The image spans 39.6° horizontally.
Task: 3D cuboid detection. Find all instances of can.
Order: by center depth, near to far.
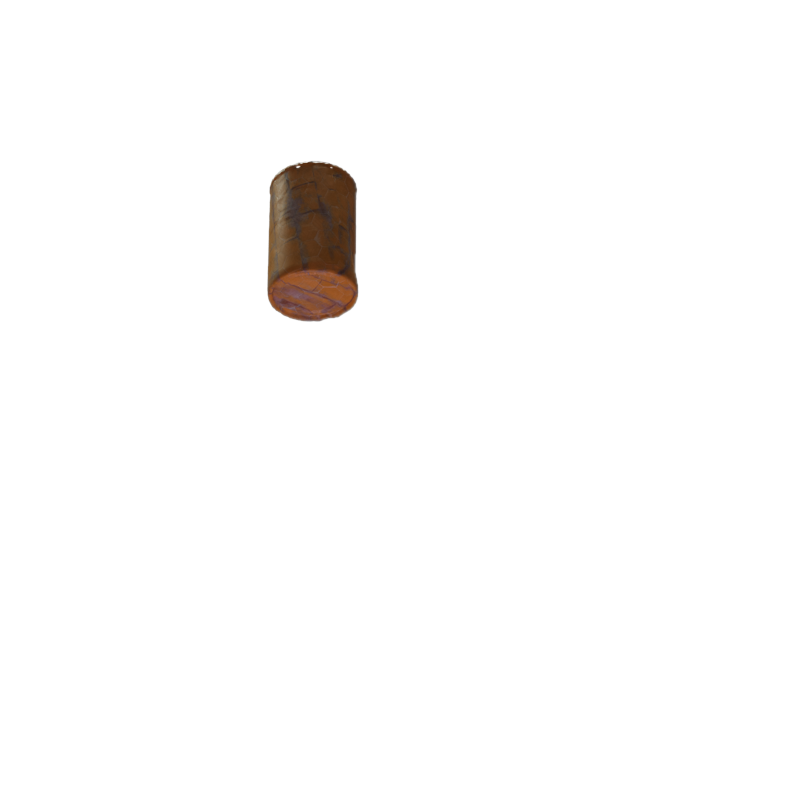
[{"bbox_3d":[-0.065,-0.118,0.828,0.068,0.109,0.064,-1,-34,-2],"label":"can"}]
